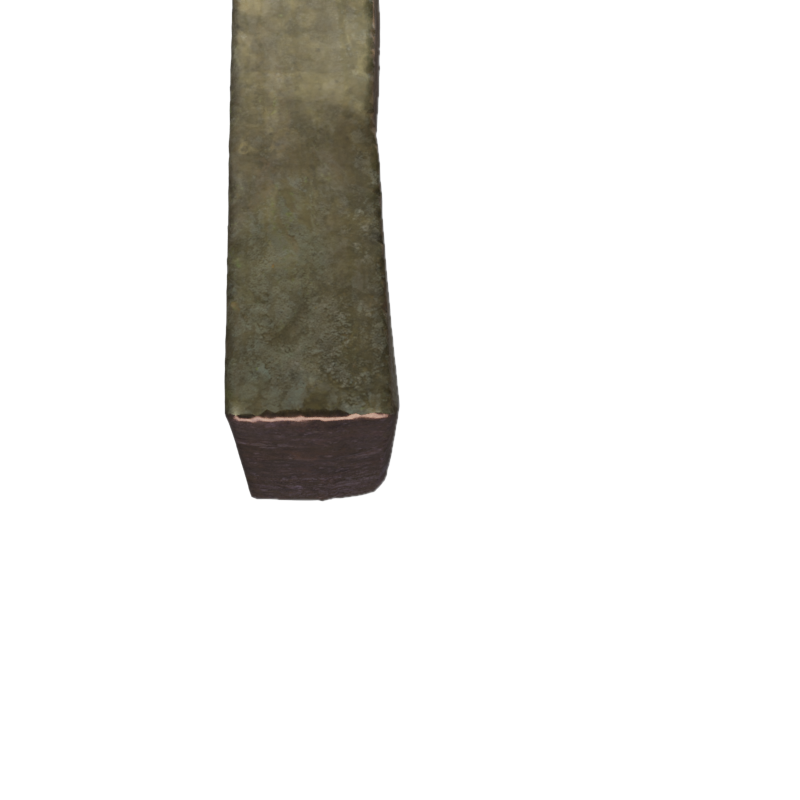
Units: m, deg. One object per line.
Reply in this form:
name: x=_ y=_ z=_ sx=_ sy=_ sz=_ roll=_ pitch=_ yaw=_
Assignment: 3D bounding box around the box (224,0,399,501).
box: x=-0.041 y=-0.074 z=0.520 sx=0.072 sy=0.225 sz=0.156 roll=0 pitch=-20 yaw=-3
